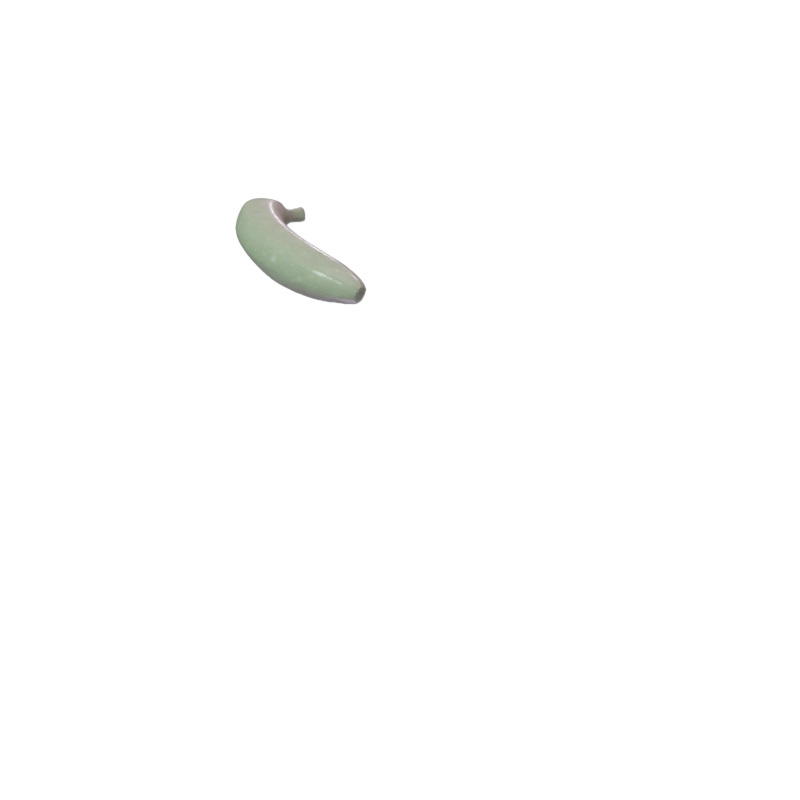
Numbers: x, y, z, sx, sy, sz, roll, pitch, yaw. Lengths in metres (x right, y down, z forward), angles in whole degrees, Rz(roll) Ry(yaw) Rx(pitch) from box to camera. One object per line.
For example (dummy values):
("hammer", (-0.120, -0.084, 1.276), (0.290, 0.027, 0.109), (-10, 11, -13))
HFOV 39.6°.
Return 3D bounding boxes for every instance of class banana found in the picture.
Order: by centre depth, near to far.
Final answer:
("banana", (-0.083, -0.118, 0.824), (0.068, 0.035, 0.211), (-7, 28, -14))
